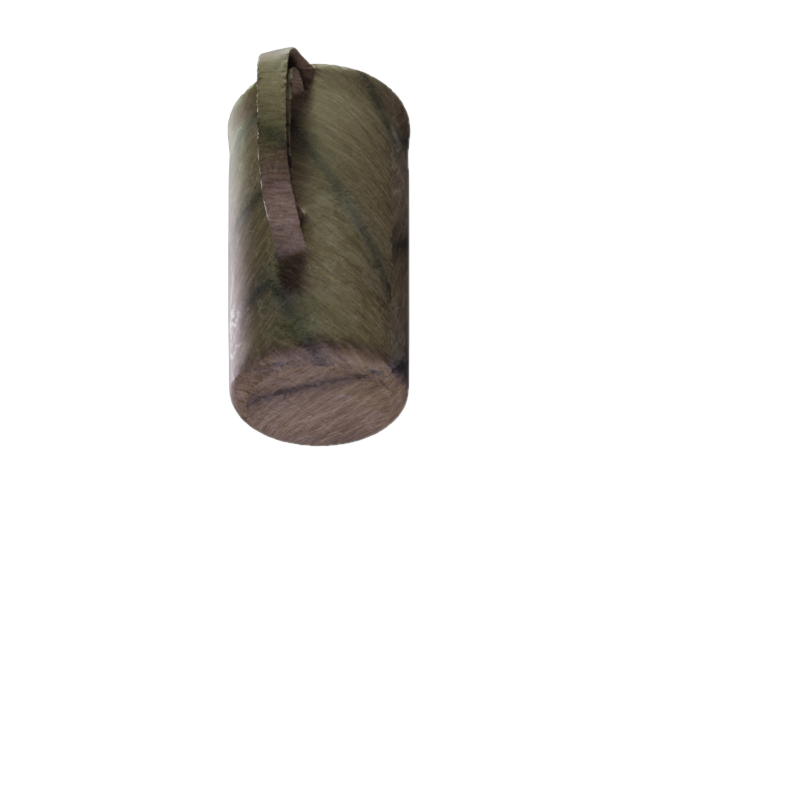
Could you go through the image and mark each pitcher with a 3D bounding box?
[{"bbox_3d":[-0.057,-0.104,0.728,0.143,0.261,0.141,19,-43,-26],"label":"pitcher"}]
